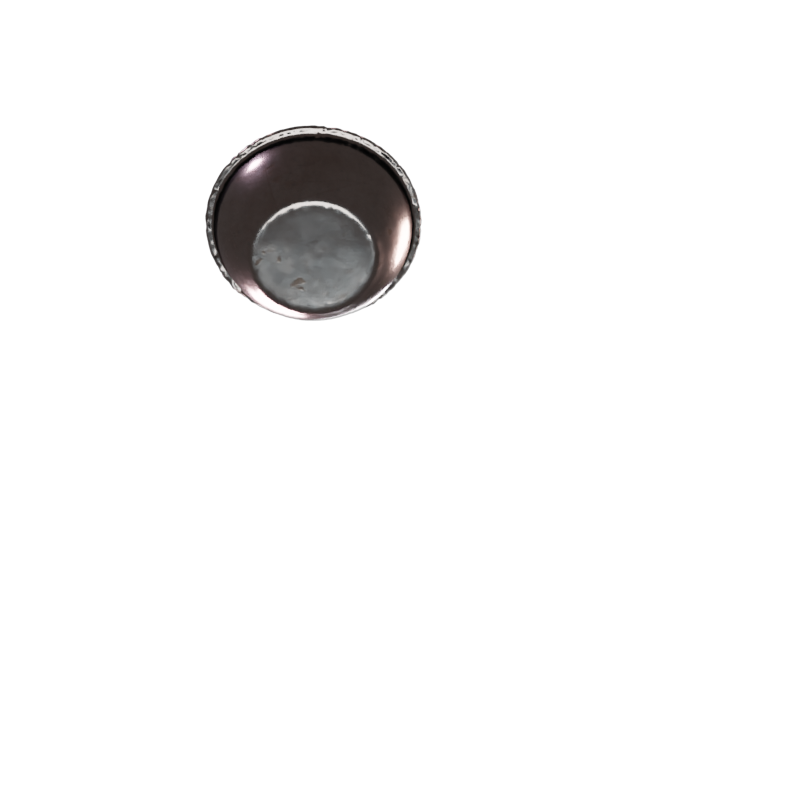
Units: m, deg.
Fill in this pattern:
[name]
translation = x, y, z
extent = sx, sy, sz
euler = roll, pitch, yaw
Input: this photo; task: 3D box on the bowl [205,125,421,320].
[bowl]
translation = -0.063, -0.115, 0.807
extent = 0.162, 0.153, 0.058
euler = 1, 29, -1
